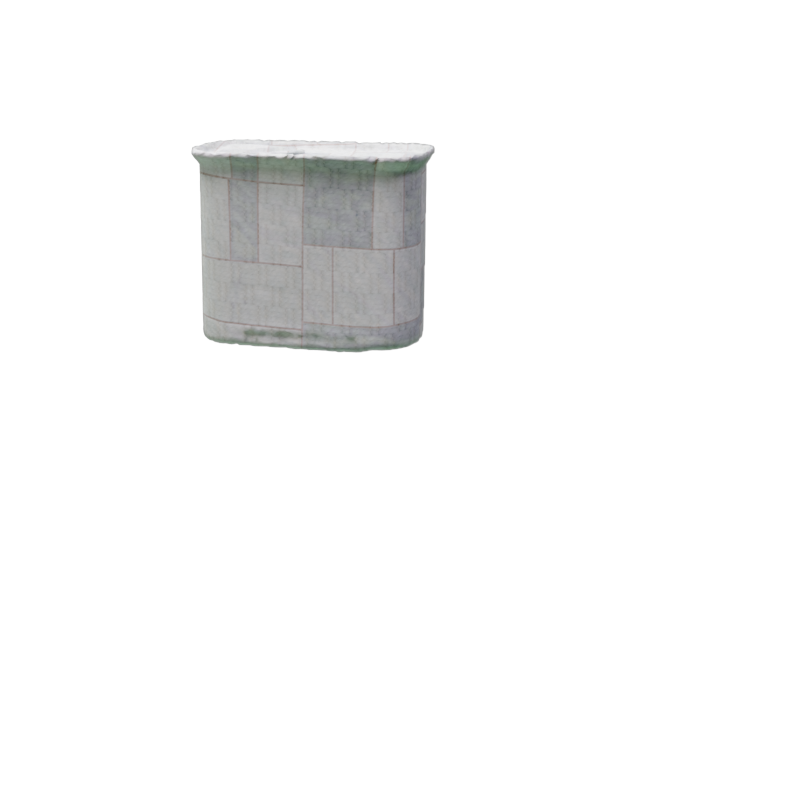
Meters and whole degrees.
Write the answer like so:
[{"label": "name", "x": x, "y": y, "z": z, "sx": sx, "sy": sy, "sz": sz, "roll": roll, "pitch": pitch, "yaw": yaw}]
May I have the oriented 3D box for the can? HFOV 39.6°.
[{"label": "can", "x": -0.038, "y": -0.069, "z": 0.484, "sx": 0.104, "sy": 0.081, "sz": 0.058, "roll": 4, "pitch": 14, "yaw": 13}]
